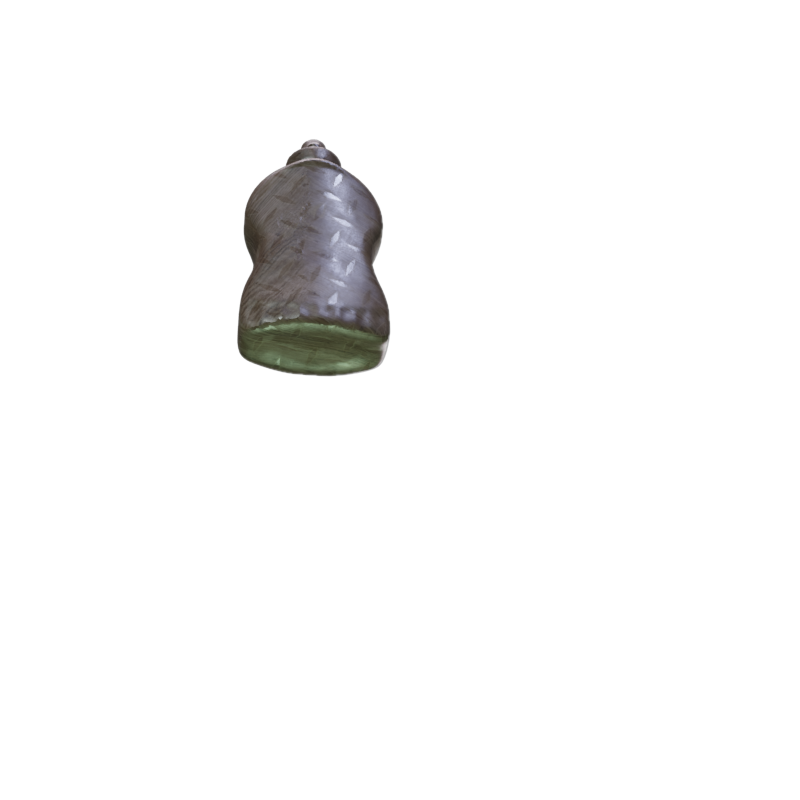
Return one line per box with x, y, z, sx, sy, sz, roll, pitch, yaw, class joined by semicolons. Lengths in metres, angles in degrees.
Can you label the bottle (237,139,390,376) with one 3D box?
-0.059;-0.109;0.758;0.095;0.206;0.055;2;-40;-6;bottle
